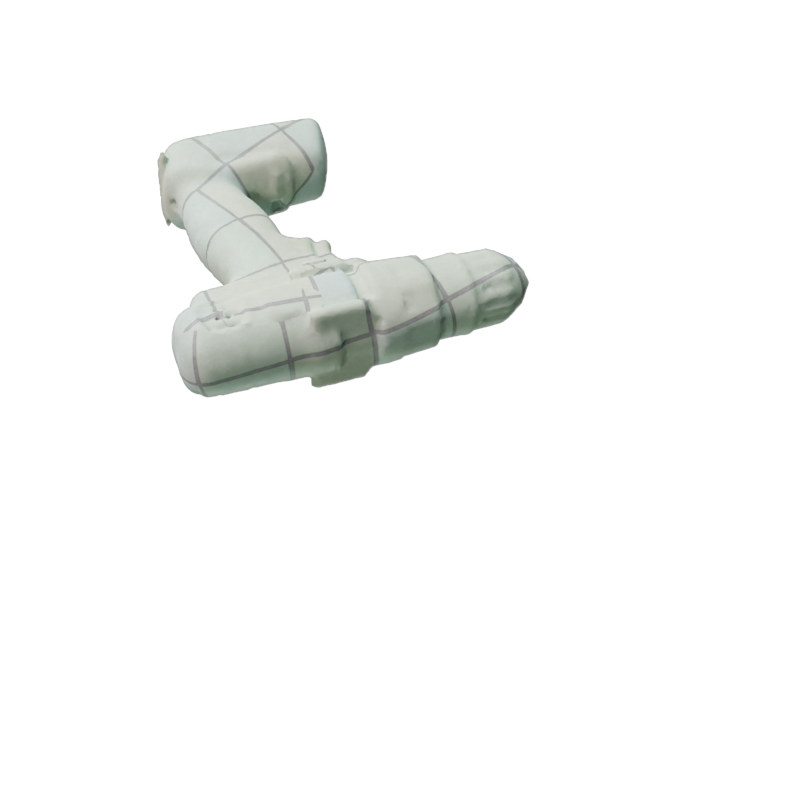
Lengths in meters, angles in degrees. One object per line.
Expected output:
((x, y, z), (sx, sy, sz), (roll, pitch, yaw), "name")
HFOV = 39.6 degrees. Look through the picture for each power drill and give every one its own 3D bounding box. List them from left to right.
((-0.048, -0.087, 0.607), (0.182, 0.054, 0.203), (-13, 41, -16), "power drill")
